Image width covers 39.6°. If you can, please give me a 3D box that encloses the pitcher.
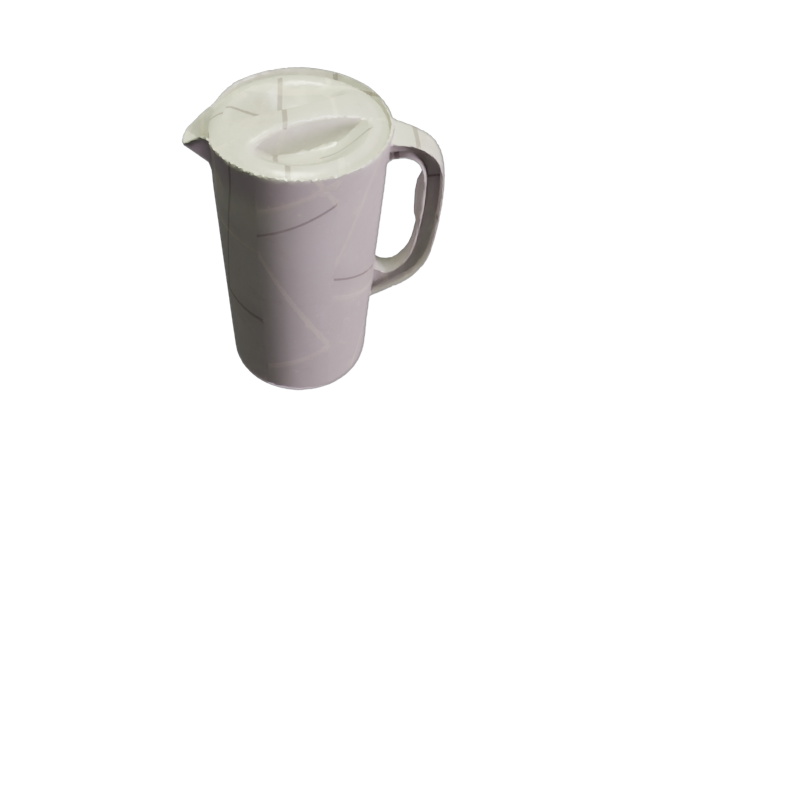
[{"bbox_3d":[-0.067,-0.122,0.852,0.146,0.226,0.159,-34,57,-30],"label":"pitcher"}]
